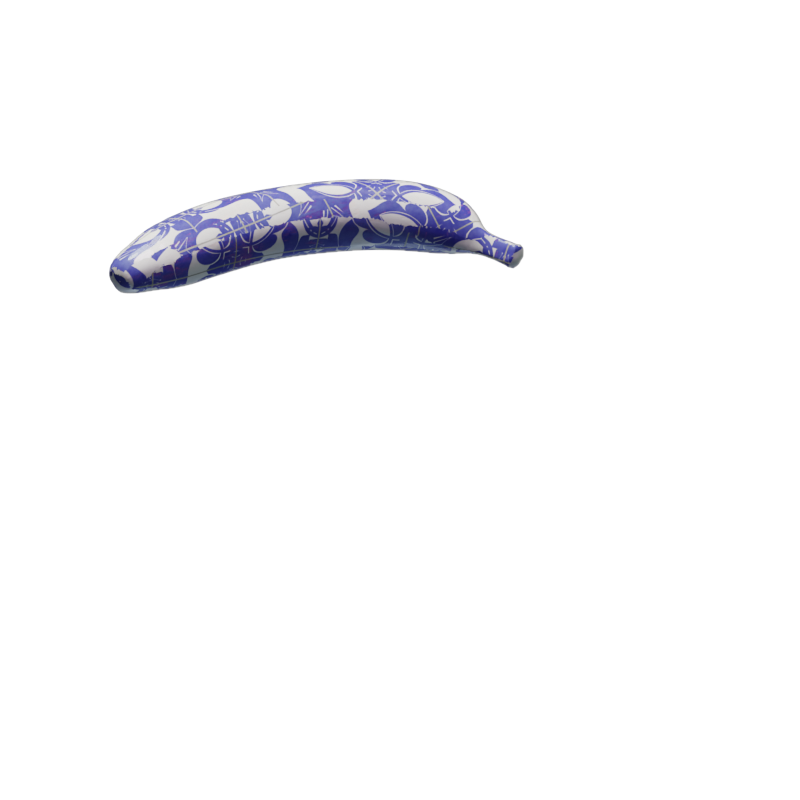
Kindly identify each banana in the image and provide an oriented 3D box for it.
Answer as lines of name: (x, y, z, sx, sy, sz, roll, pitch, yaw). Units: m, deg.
banana: (-0.043, -0.082, 0.534, 0.194, 0.035, 0.074, -7, 25, -15)
